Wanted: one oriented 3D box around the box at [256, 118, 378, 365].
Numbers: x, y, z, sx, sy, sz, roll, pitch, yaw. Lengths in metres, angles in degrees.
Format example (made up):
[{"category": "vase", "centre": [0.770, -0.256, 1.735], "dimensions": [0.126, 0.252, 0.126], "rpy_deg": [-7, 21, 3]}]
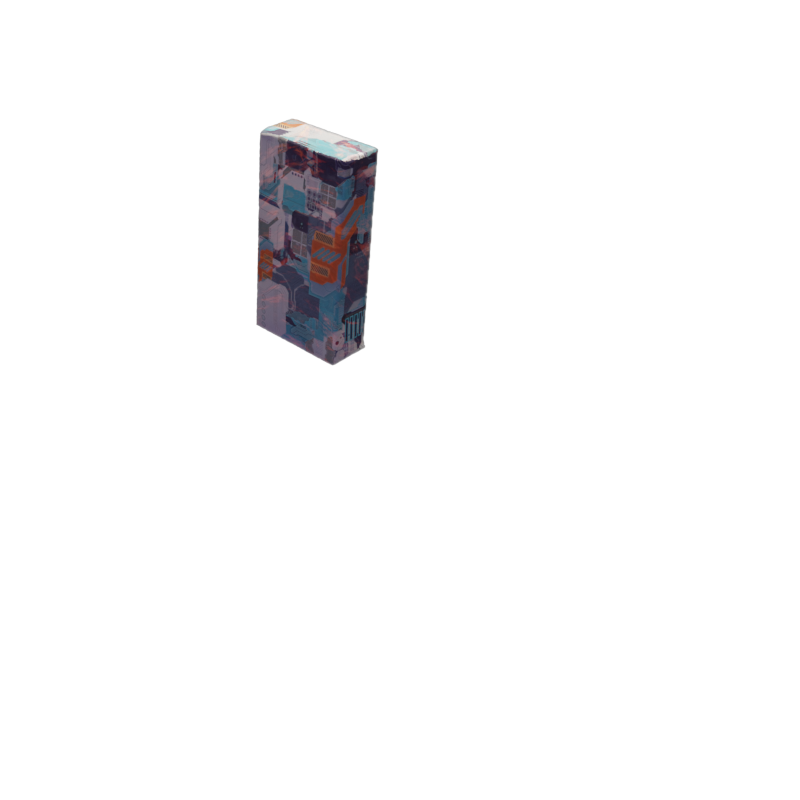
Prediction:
[{"category": "box", "centre": [-0.069, -0.125, 0.879], "dimensions": [0.099, 0.166, 0.048], "rpy_deg": [26, 37, 35]}]
